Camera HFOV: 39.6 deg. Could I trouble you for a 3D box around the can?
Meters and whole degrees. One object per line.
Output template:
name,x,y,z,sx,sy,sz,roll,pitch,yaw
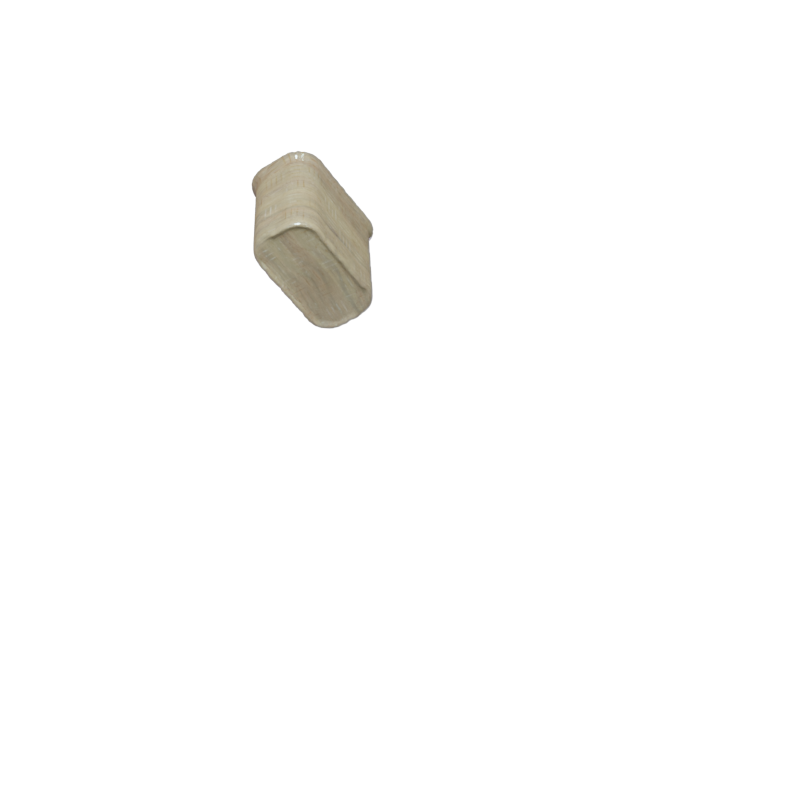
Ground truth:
can,-0.062,-0.113,0.794,0.057,0.090,0.095,-28,-53,20
